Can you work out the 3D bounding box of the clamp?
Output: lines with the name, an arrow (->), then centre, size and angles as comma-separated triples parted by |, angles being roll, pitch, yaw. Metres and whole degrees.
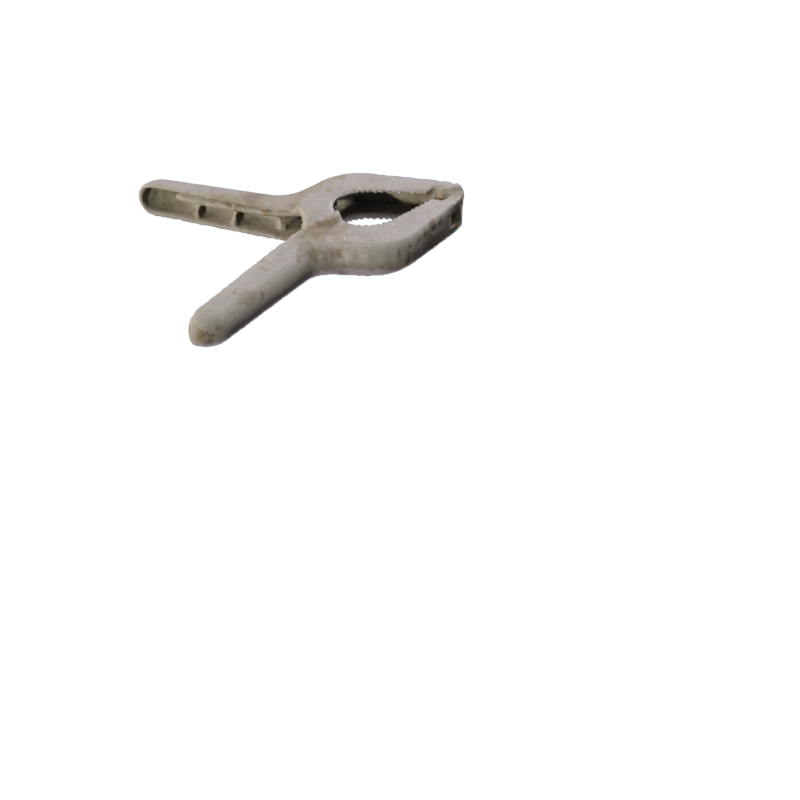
clamp -> -0.055, -0.100, 0.703 | 0.208, 0.034, 0.178 | -8, 41, -10
